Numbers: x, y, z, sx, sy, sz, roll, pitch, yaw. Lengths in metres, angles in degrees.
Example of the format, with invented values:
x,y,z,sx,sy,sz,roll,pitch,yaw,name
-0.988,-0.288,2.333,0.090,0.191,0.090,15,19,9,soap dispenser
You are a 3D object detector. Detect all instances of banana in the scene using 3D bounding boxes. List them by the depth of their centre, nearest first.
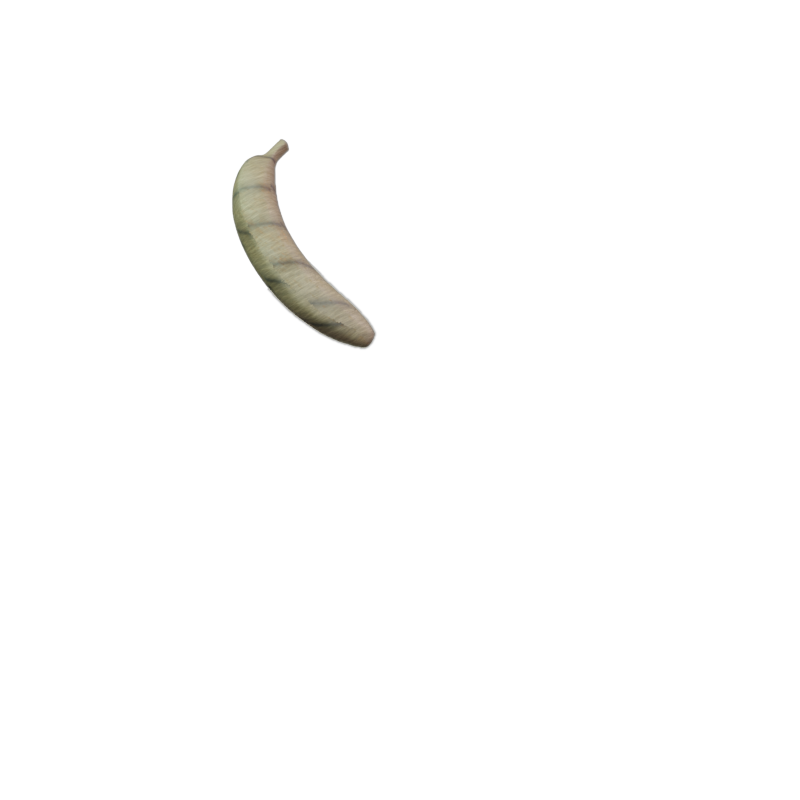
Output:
x,y,z,sx,sy,sz,roll,pitch,yaw,name
-0.087,-0.121,0.869,0.069,0.210,0.035,-20,-23,-9,banana
